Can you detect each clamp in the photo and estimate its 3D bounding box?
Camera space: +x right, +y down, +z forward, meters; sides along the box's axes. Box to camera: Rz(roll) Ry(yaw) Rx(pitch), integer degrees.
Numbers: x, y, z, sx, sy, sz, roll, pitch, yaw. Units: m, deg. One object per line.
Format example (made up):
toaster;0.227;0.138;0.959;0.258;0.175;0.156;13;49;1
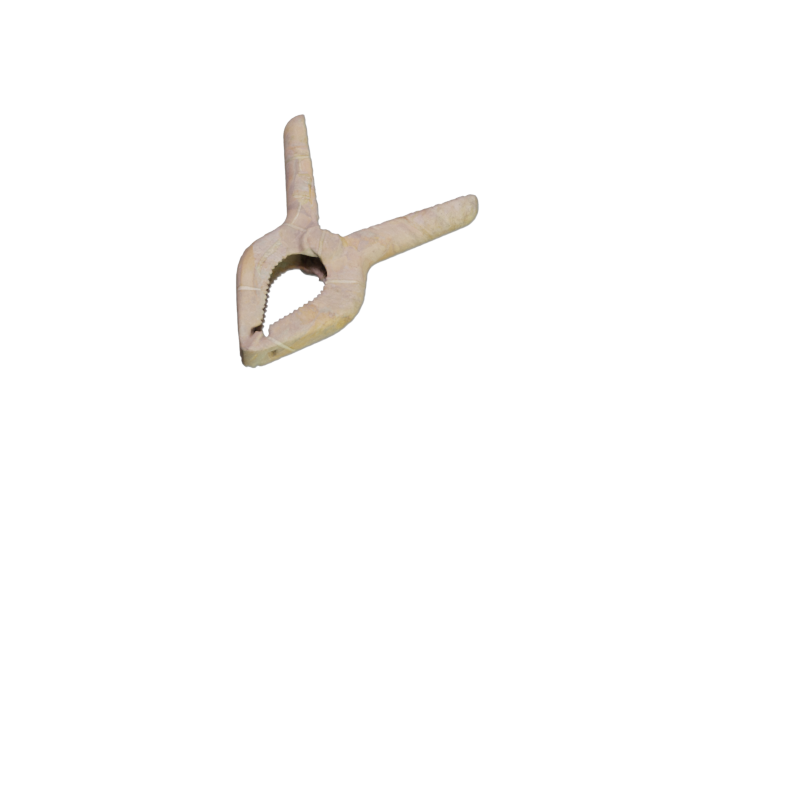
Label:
clamp;-0.064;-0.116;0.813;0.172;0.215;0.034;32;-26;18
